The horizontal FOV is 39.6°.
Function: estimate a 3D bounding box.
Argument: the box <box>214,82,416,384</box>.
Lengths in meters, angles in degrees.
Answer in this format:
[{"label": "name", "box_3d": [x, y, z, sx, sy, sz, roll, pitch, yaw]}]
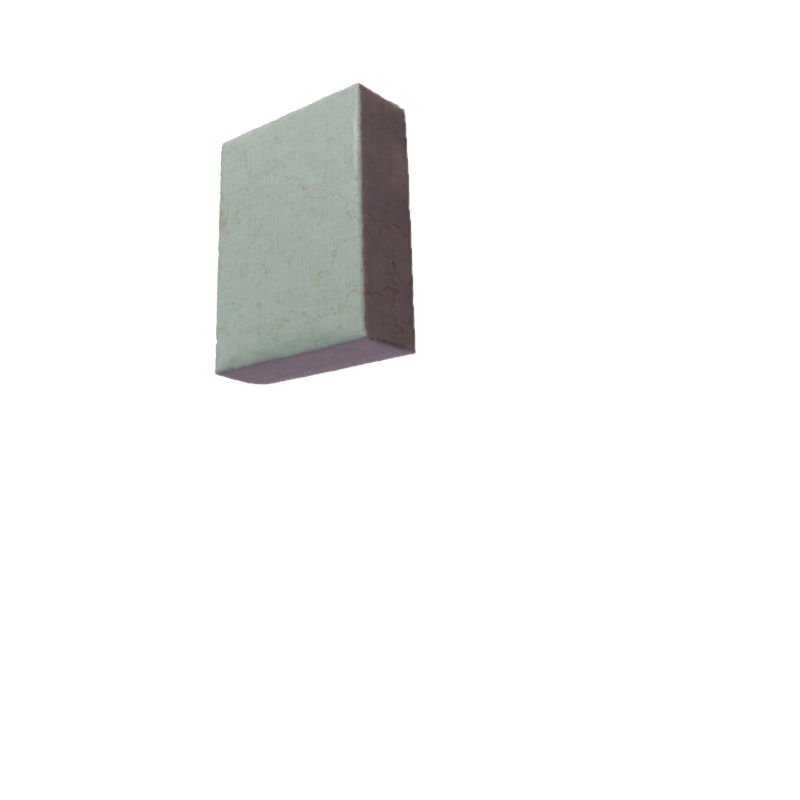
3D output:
[{"label": "box", "box_3d": [-0.072, -0.131, 0.916, 0.167, 0.224, 0.067, -15, -24, 37]}]
